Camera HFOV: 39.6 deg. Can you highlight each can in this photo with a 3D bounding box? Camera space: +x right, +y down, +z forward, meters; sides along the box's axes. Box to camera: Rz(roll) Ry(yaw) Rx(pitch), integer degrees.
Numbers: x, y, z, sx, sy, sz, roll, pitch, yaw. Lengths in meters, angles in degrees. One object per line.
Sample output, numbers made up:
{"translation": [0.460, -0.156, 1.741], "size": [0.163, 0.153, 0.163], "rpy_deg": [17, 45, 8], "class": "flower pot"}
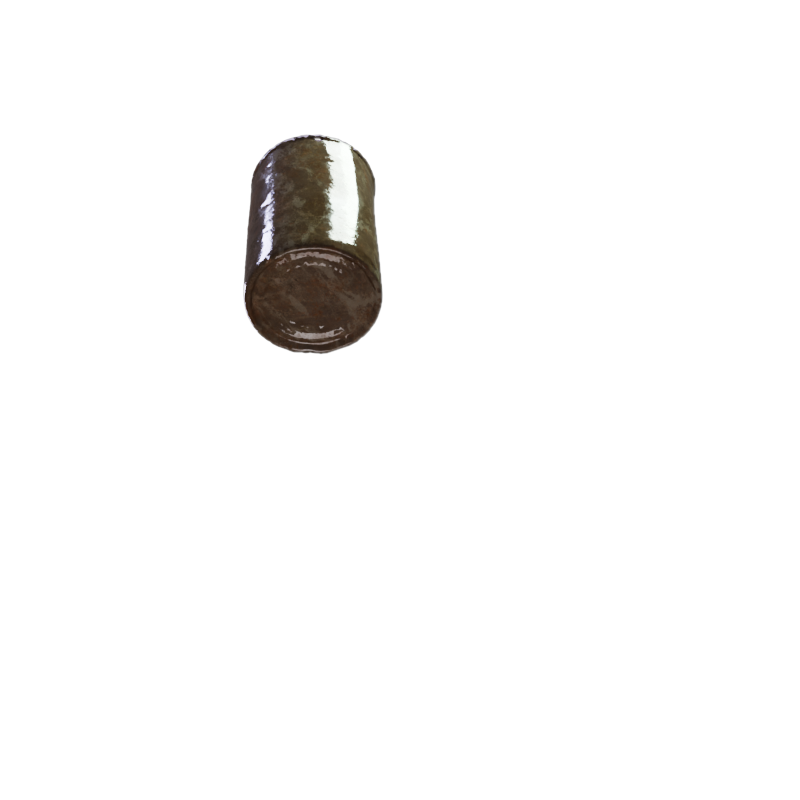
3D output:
{"translation": [-0.044, -0.080, 0.563], "size": [0.068, 0.064, 0.109], "rpy_deg": [-1, 39, -3], "class": "can"}
